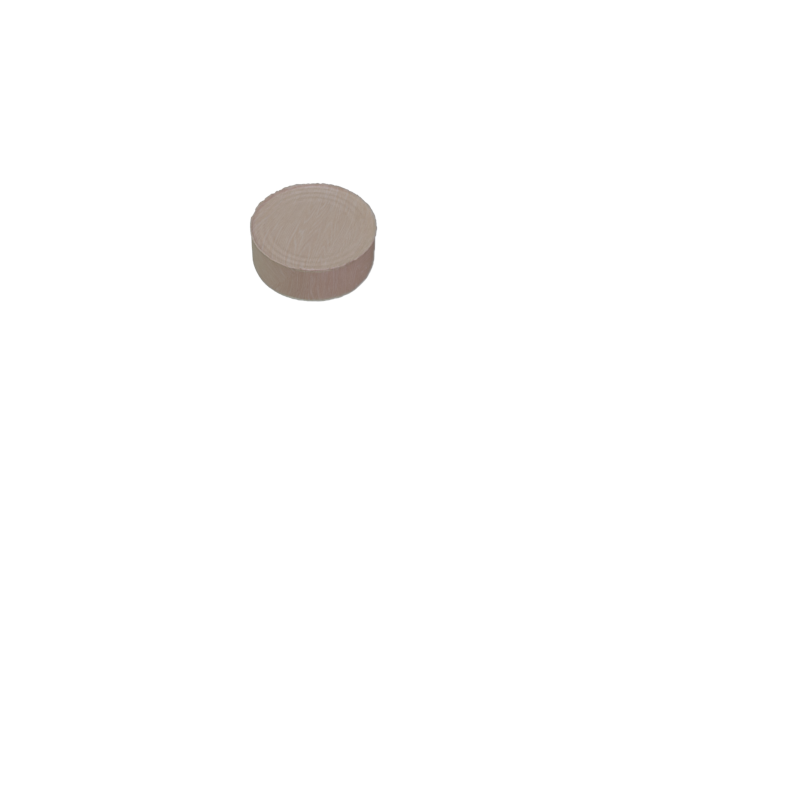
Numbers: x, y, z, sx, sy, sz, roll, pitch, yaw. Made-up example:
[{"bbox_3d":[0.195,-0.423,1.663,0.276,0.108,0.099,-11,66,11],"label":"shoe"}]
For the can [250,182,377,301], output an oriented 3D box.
[{"bbox_3d":[-0.059,-0.108,0.757,0.086,0.092,0.031,-1,-42,-1],"label":"can"}]
